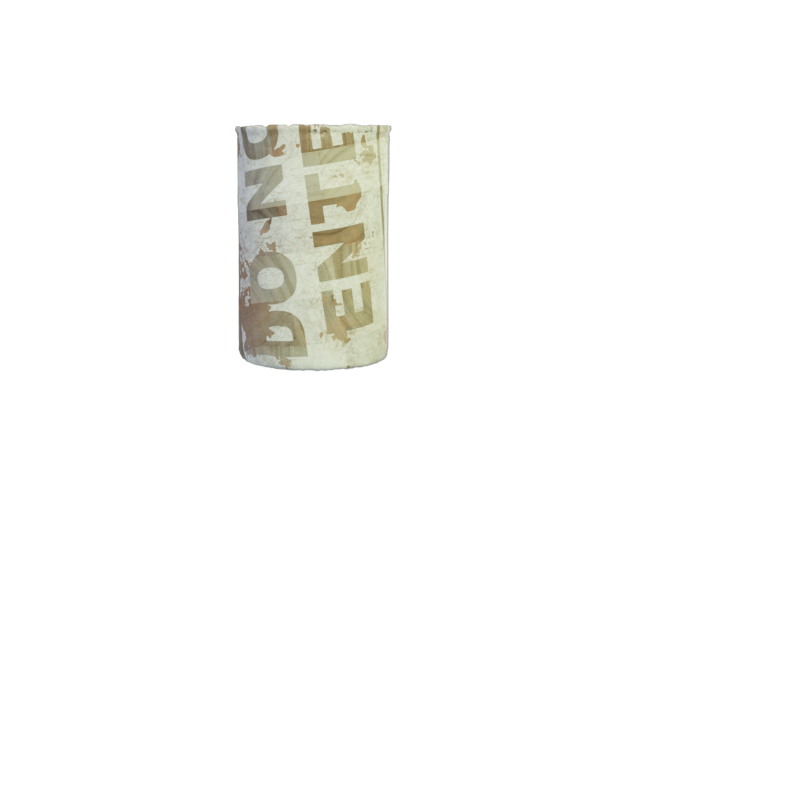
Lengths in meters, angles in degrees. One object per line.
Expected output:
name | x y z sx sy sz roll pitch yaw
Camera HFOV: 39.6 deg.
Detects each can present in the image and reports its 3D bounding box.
can | -0.038 -0.069 0.486 0.068 0.101 0.070 0 8 -2
